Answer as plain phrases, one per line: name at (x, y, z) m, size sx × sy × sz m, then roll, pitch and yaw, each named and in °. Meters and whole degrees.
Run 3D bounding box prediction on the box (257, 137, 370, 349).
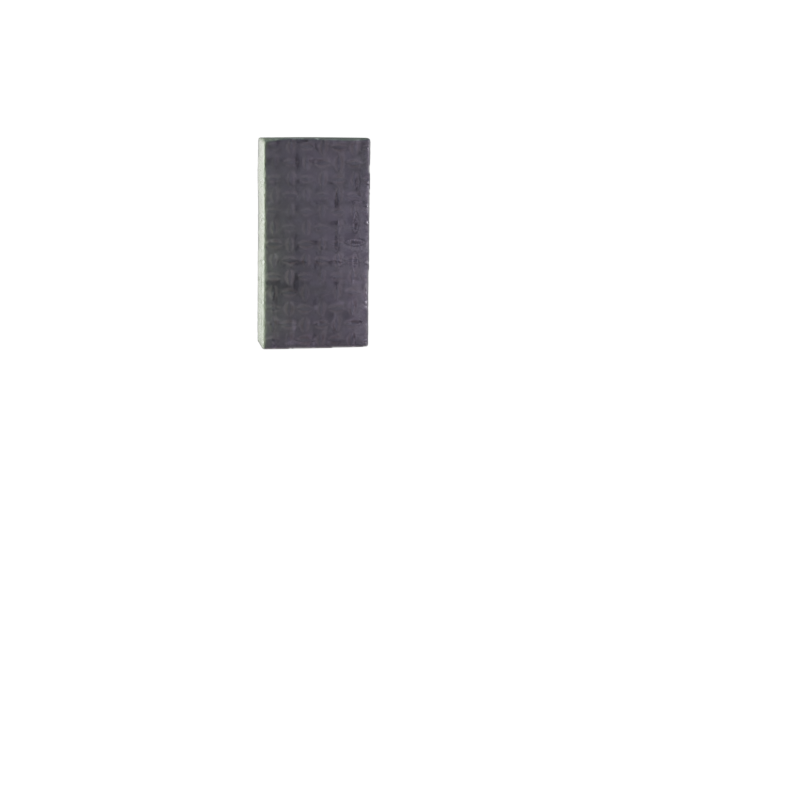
box at (-0.073, -0.134, 0.936) m, size 0.092 × 0.173 × 0.050 m, roll -1°, pitch 9°, yaw -10°
